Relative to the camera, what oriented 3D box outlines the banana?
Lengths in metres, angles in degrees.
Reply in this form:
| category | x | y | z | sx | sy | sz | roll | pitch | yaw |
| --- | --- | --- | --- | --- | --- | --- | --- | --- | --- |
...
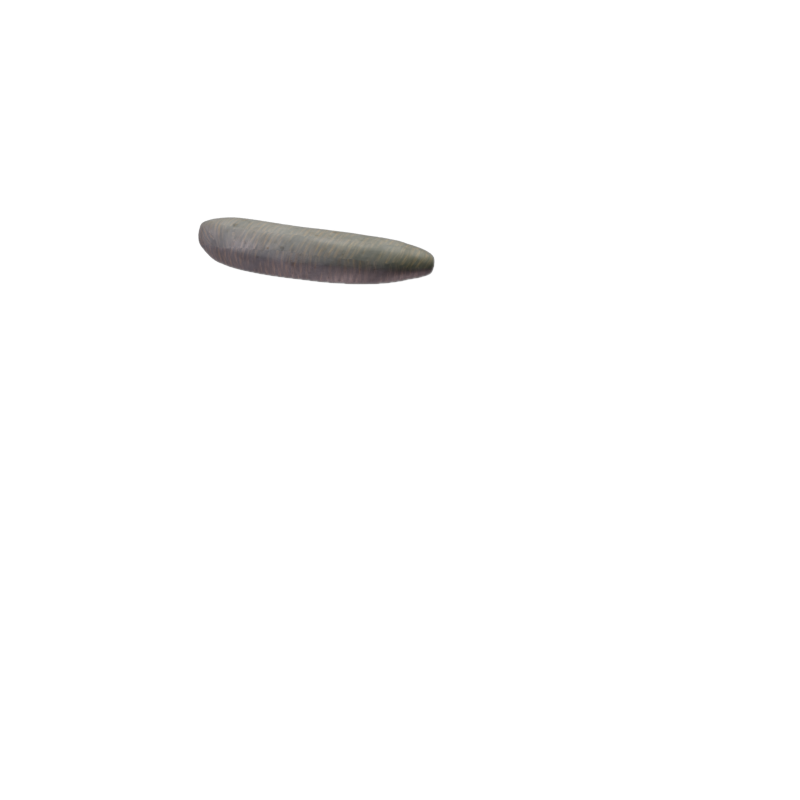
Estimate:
| category | x | y | z | sx | sy | sz | roll | pitch | yaw |
| --- | --- | --- | --- | --- | --- | --- | --- | --- | --- |
| banana | -0.076 | -0.111 | 0.801 | 0.207 | 0.035 | 0.069 | 13 | 25 | 29 |
